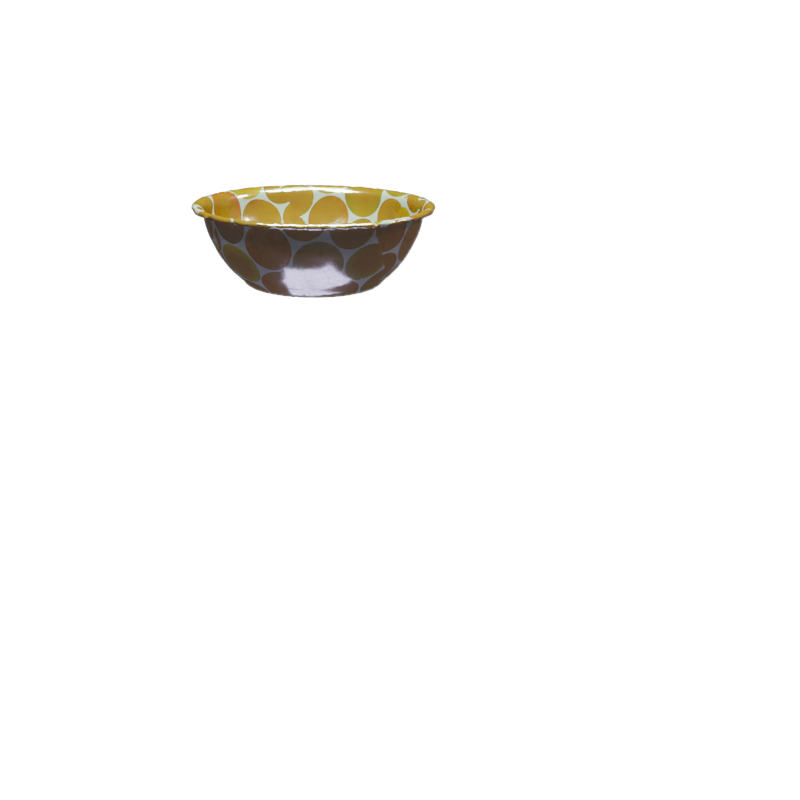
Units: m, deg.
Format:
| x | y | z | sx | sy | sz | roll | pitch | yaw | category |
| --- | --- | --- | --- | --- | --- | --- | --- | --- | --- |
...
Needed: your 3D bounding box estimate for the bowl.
| x | y | z | sx | sy | sz | roll | pitch | yaw | category |
| --- | --- | --- | --- | --- | --- | --- | --- | --- | --- |
| -0.058 | -0.106 | 0.744 | 0.162 | 0.053 | 0.168 | -1 | 19 | -2 | bowl |
